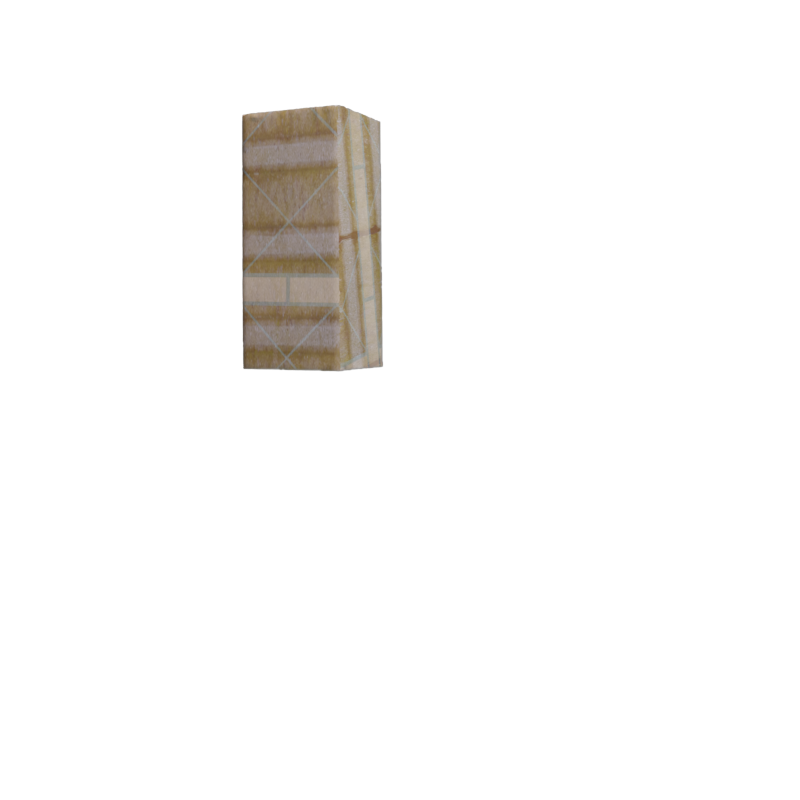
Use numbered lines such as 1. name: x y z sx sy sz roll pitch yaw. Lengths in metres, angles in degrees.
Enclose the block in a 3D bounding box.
1. block: -0.072 -0.130 0.911 0.093 0.208 0.087 -1 -3 24
